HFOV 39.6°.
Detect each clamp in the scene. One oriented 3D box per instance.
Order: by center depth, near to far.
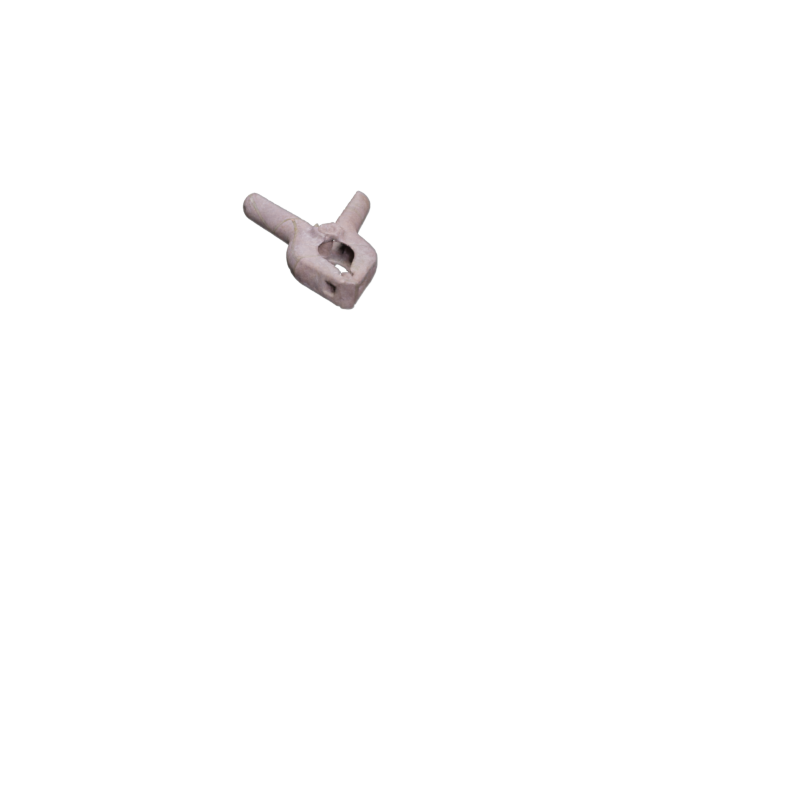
[{"bbox_3d":[-0.077,-0.140,0.979,0.119,0.037,0.184,-4,35,-6],"label":"clamp"}]
